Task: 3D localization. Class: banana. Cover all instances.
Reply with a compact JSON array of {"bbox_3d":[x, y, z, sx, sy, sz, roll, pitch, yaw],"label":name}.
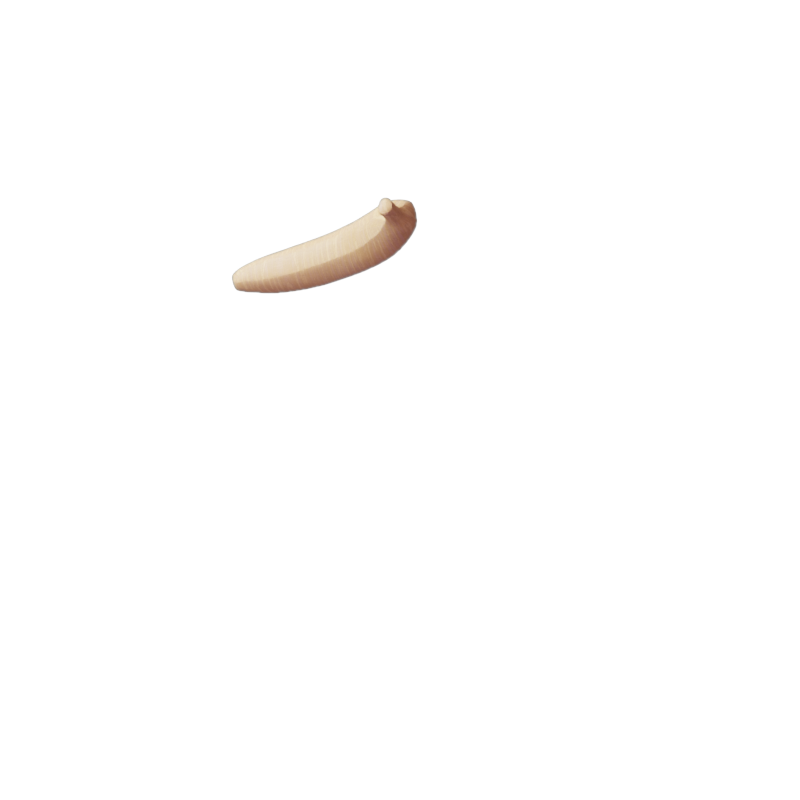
[{"bbox_3d":[-0.049,-0.118,0.849,0.066,0.038,0.199,15,-23,-38],"label":"banana"}]
